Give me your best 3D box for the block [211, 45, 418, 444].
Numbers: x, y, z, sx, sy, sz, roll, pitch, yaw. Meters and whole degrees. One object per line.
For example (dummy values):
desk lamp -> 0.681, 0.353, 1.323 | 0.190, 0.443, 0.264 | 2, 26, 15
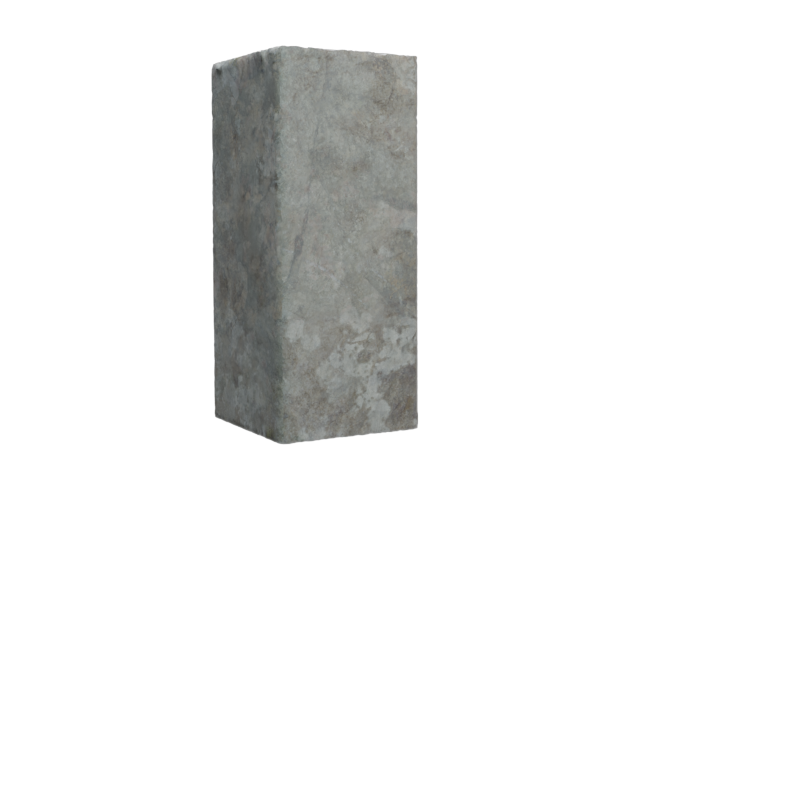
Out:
block -> -0.050, -0.090, 0.630 | 0.087, 0.205, 0.094 | -2, 4, -31
